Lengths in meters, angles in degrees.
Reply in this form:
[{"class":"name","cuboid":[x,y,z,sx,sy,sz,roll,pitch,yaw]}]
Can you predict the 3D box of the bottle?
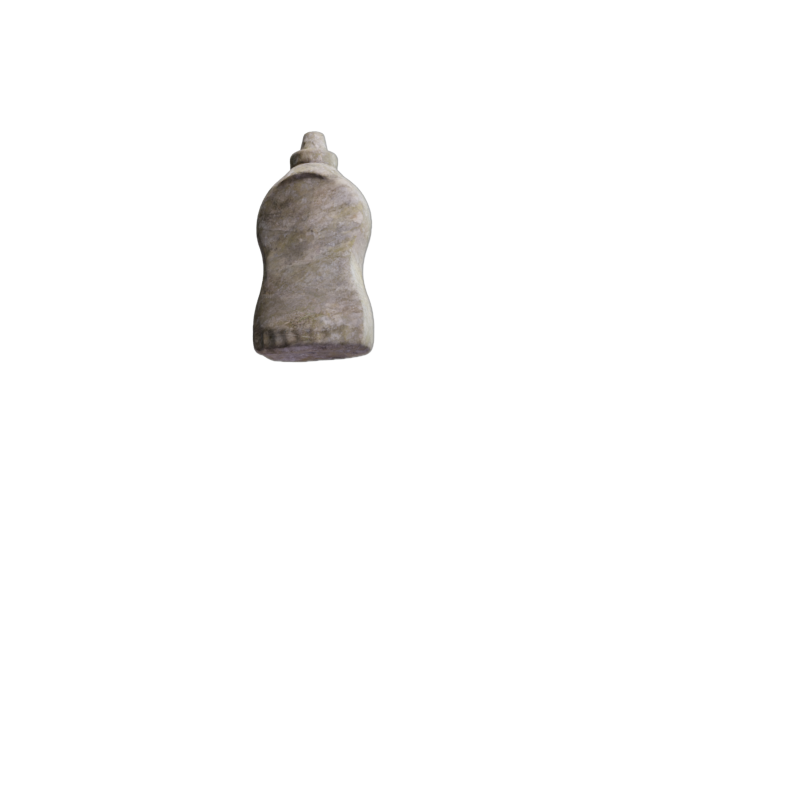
[{"class":"bottle","cuboid":[-0.071,-0.130,0.915,0.098,0.199,0.055,-6,-17,18]}]
